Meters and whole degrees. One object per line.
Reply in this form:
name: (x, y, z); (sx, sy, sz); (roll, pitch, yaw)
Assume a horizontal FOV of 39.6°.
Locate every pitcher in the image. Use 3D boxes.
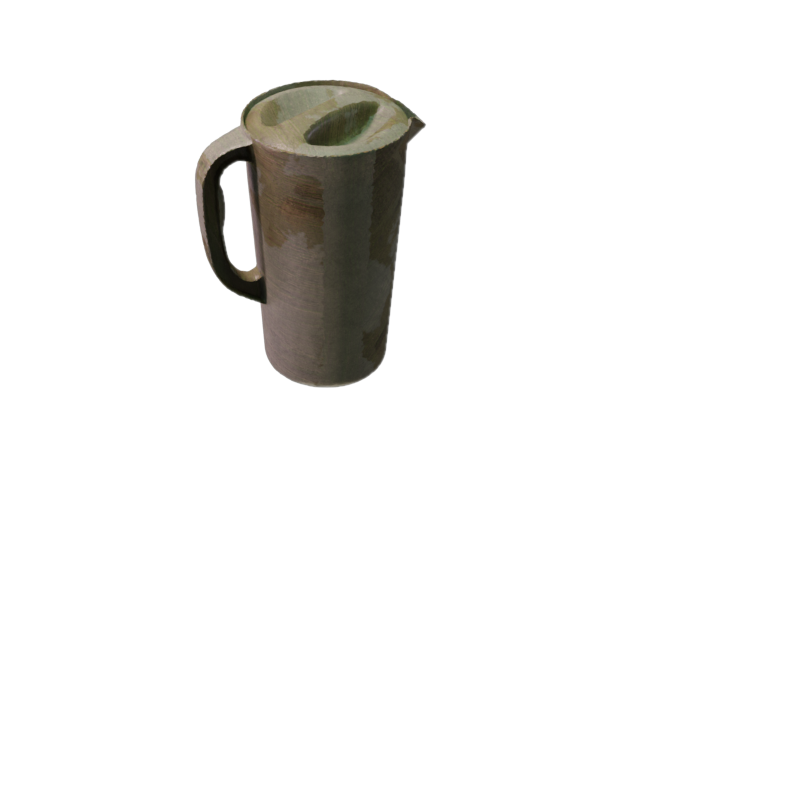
pitcher: (-0.072, -0.131, 0.918); (0.154, 0.227, 0.150); (15, 37, 17)
